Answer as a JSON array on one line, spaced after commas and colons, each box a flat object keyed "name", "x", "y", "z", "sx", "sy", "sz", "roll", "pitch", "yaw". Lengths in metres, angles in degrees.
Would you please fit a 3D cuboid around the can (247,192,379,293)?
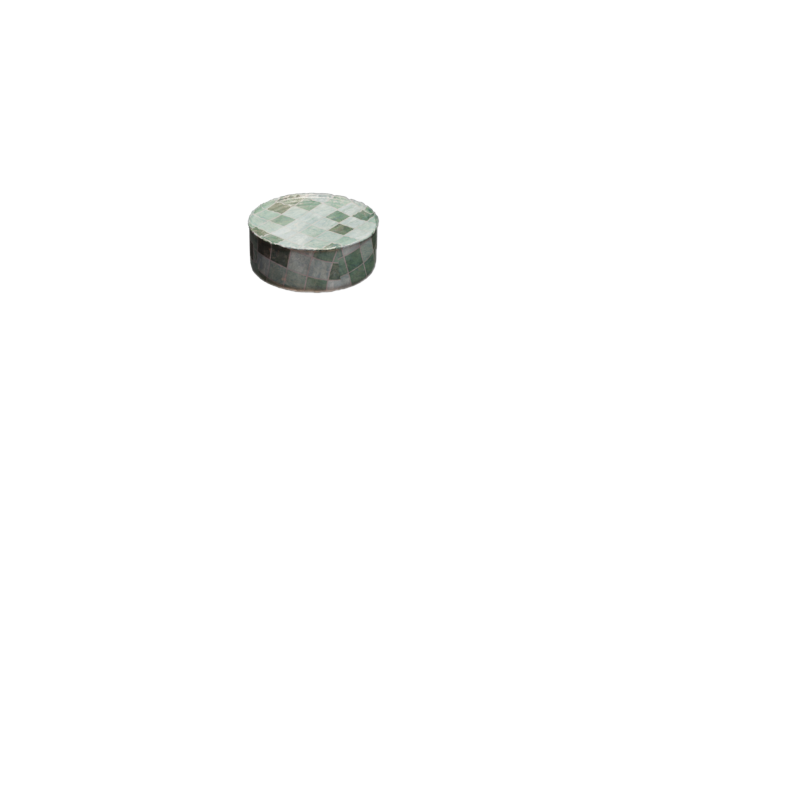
[{"name": "can", "x": -0.057, "y": -0.105, "z": 0.732, "sx": 0.086, "sy": 0.032, "sz": 0.091, "roll": -1, "pitch": 32, "yaw": -2}]
